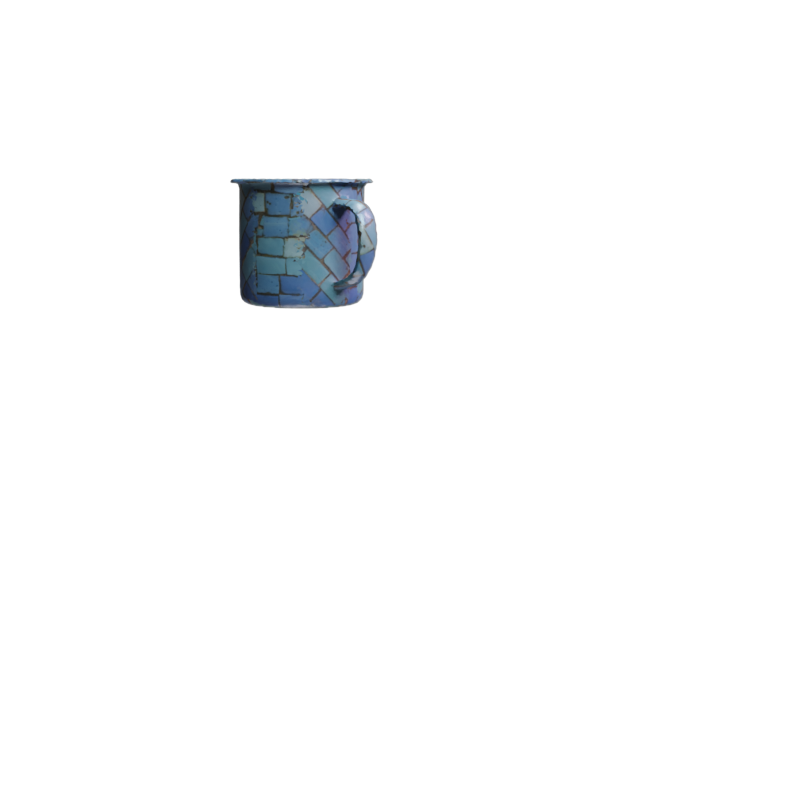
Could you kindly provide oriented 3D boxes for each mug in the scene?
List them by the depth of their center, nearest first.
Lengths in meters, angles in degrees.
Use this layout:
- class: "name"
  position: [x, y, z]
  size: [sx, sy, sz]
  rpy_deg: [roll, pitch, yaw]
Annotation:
- class: "mug"
  position: [-0.056, -0.102, 0.717]
  size: [0.090, 0.081, 0.123]
  rpy_deg: [-6, 11, -42]
